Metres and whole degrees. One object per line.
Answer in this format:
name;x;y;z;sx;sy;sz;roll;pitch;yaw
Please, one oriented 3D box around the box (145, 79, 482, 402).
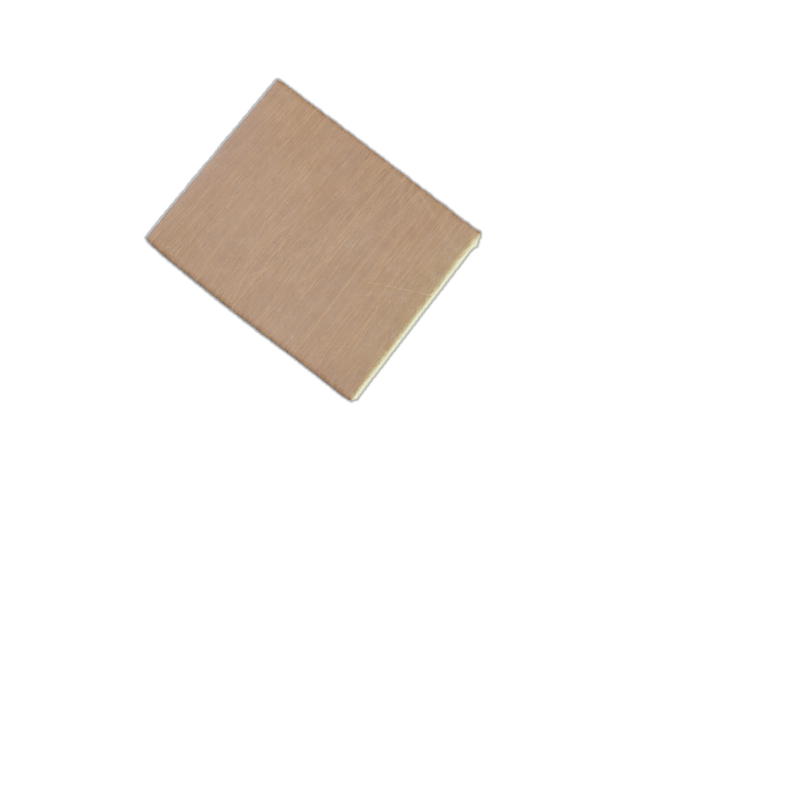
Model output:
box;-0.037;-0.068;0.476;0.115;0.090;0.038;38;-6;4
